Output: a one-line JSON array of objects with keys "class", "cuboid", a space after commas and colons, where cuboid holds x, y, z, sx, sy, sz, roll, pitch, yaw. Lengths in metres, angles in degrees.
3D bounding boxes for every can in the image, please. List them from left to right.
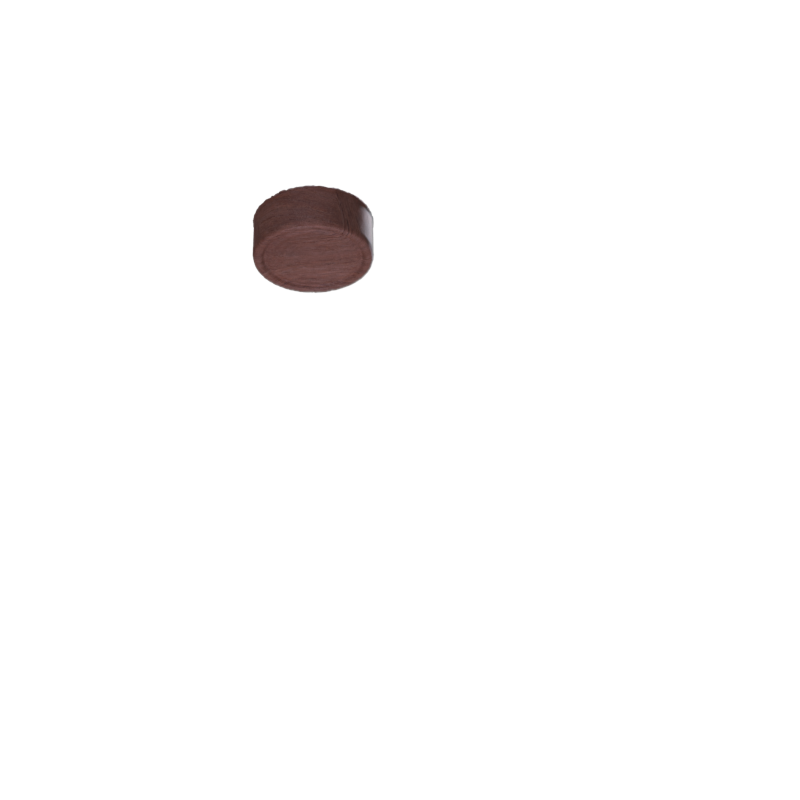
[{"class": "can", "cuboid": [-0.061, -0.111, 0.777, 0.086, 0.036, 0.081, 1, -30, -2]}]
